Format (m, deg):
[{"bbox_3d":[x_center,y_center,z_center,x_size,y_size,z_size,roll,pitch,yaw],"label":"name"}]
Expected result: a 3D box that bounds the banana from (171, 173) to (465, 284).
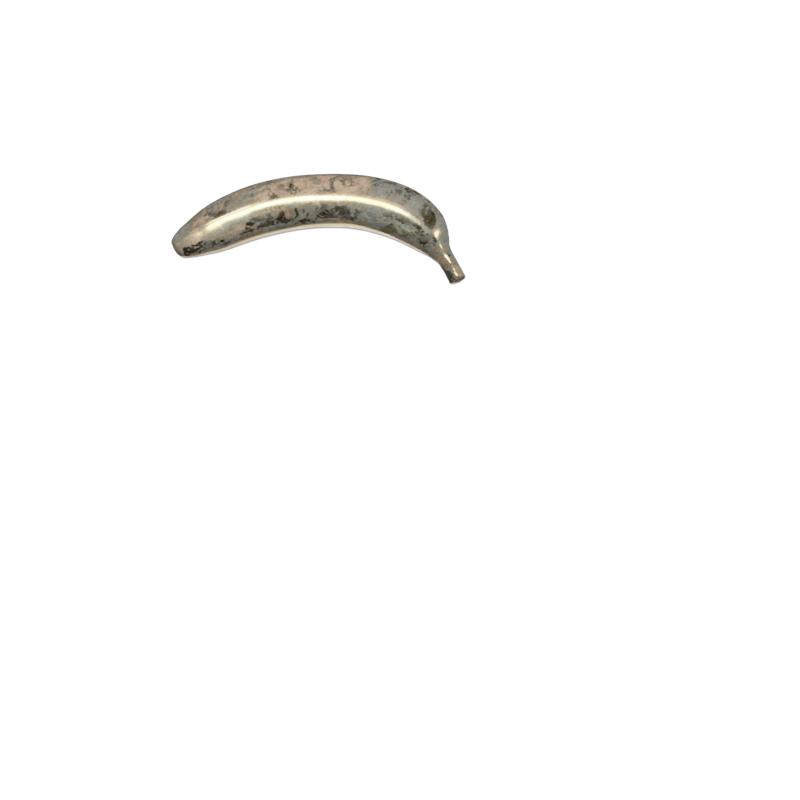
[{"bbox_3d":[-0.053,-0.122,0.750,0.198,0.074,0.034,5,-30,3],"label":"banana"}]
